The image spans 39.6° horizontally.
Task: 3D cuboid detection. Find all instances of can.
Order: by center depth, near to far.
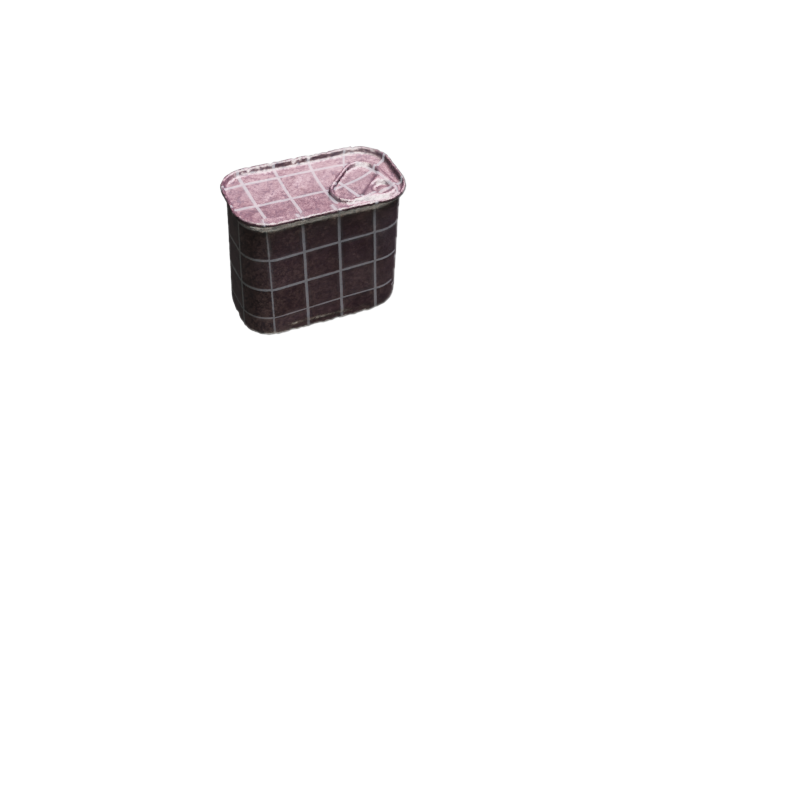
[{"bbox_3d":[-0.051,-0.092,0.647,0.101,0.078,0.062,-15,44,-17],"label":"can"}]
